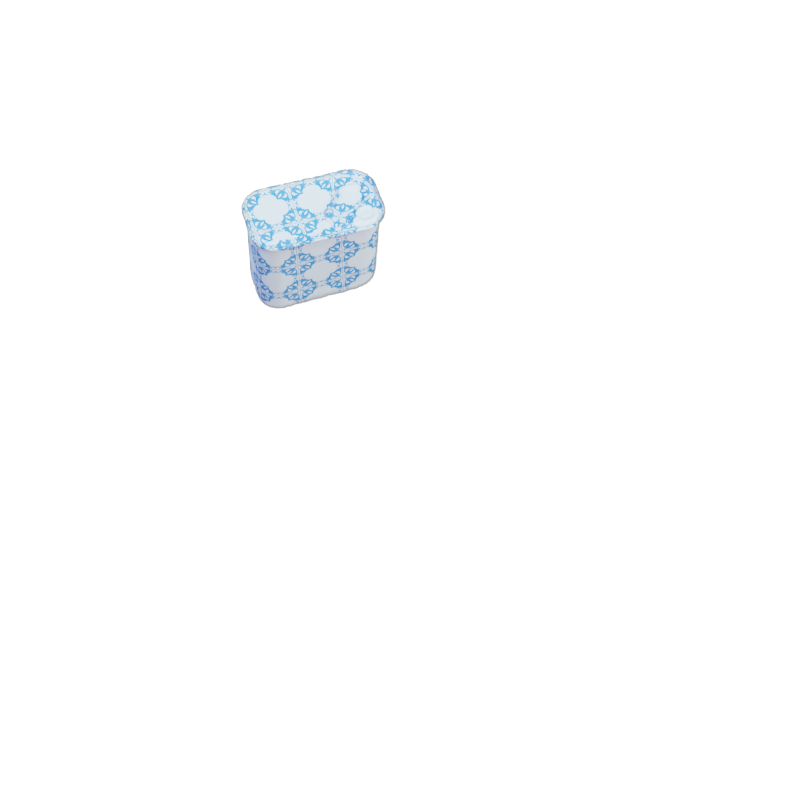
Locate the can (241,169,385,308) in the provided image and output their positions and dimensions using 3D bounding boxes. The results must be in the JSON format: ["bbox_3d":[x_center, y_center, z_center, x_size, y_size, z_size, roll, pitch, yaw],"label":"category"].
[{"bbox_3d":[-0.066,-0.120,0.840,0.101,0.062,0.078,-15,-30,-11],"label":"can"}]
